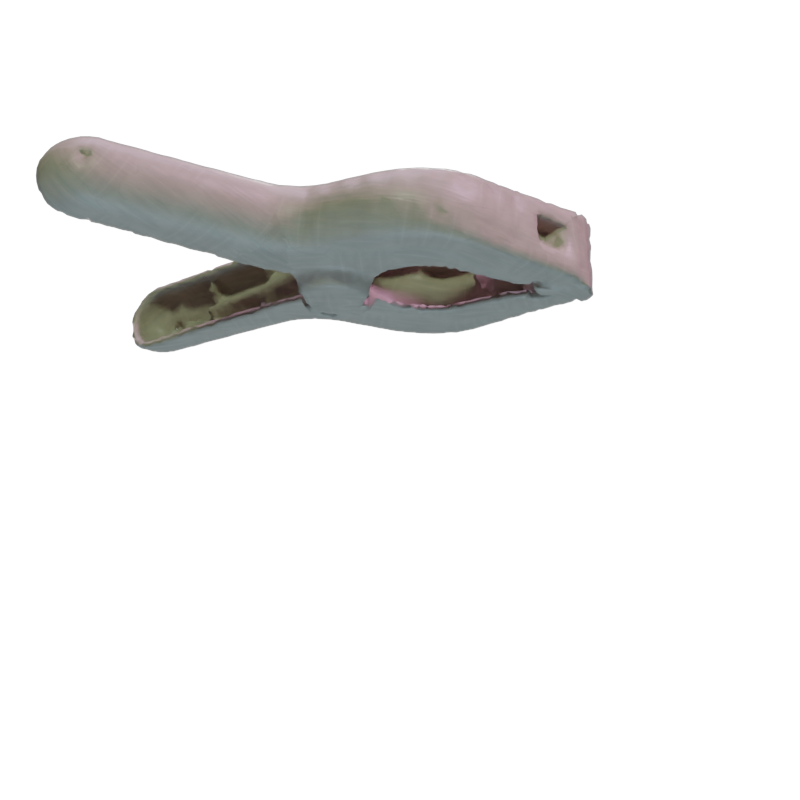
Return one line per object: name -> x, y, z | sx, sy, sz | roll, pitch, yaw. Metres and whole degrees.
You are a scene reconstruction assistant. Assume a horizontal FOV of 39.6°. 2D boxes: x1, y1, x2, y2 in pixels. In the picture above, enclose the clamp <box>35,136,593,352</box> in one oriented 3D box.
clamp -> -0.028, -0.051, 0.355 | 0.174, 0.041, 0.113 | -4, -18, 14
